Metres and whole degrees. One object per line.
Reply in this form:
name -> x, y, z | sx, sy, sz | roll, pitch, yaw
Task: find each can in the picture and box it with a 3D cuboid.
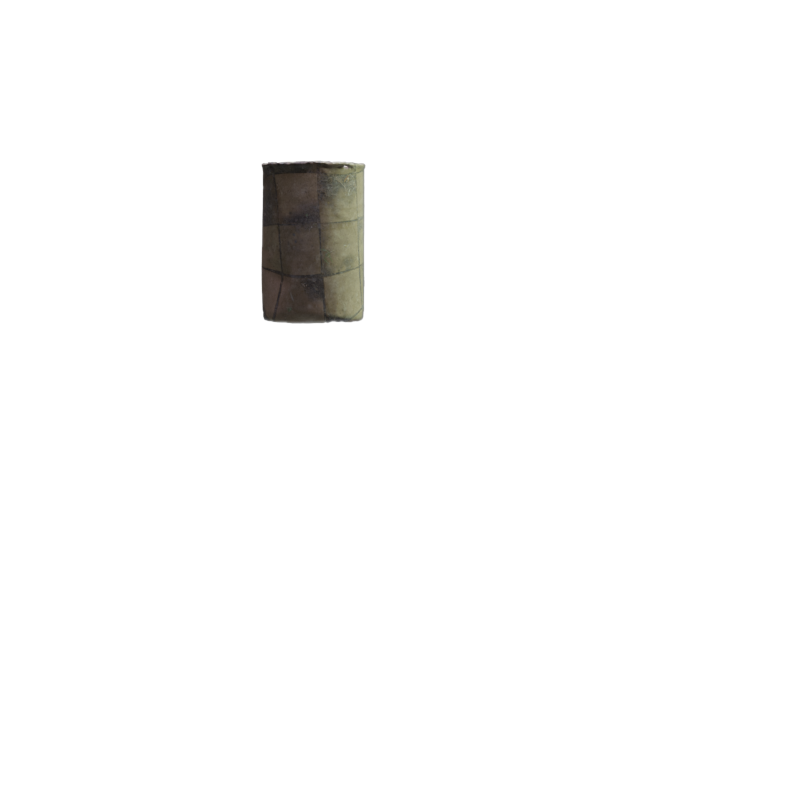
can -> -0.057, -0.103, 0.723 | 0.068, 0.102, 0.069 | 0, 3, -2
